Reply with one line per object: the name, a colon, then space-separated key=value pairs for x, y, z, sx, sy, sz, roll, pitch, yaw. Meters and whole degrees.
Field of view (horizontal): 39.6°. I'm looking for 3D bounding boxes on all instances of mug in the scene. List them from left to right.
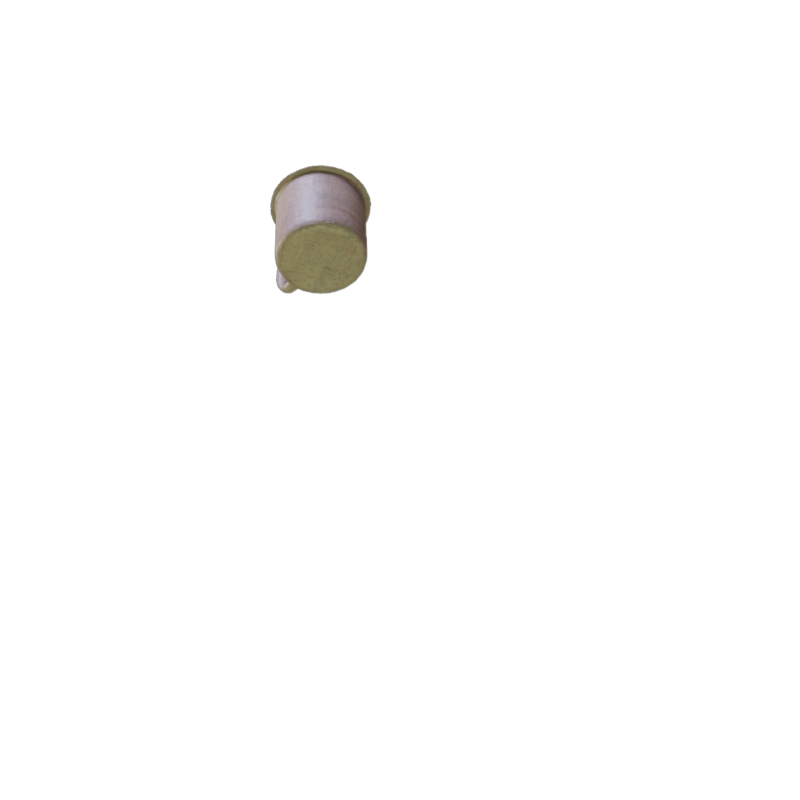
mug: x=-0.078 y=-0.143 z=0.998 sx=0.089 sy=0.087 sz=0.114 roll=28 pitch=-55 yaw=-24
